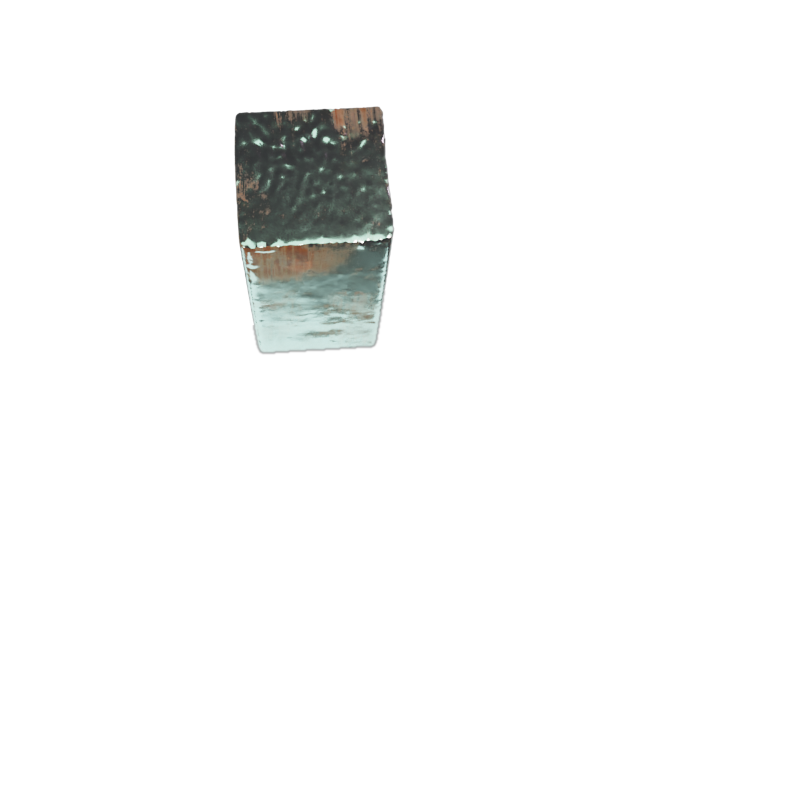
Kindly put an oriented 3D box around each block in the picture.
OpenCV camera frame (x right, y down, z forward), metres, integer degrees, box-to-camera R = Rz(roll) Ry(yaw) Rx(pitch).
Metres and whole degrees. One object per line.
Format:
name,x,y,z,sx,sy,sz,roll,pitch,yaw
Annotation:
block,-0.058,-0.105,0.739,0.090,0.094,0.197,-3,-16,-5
